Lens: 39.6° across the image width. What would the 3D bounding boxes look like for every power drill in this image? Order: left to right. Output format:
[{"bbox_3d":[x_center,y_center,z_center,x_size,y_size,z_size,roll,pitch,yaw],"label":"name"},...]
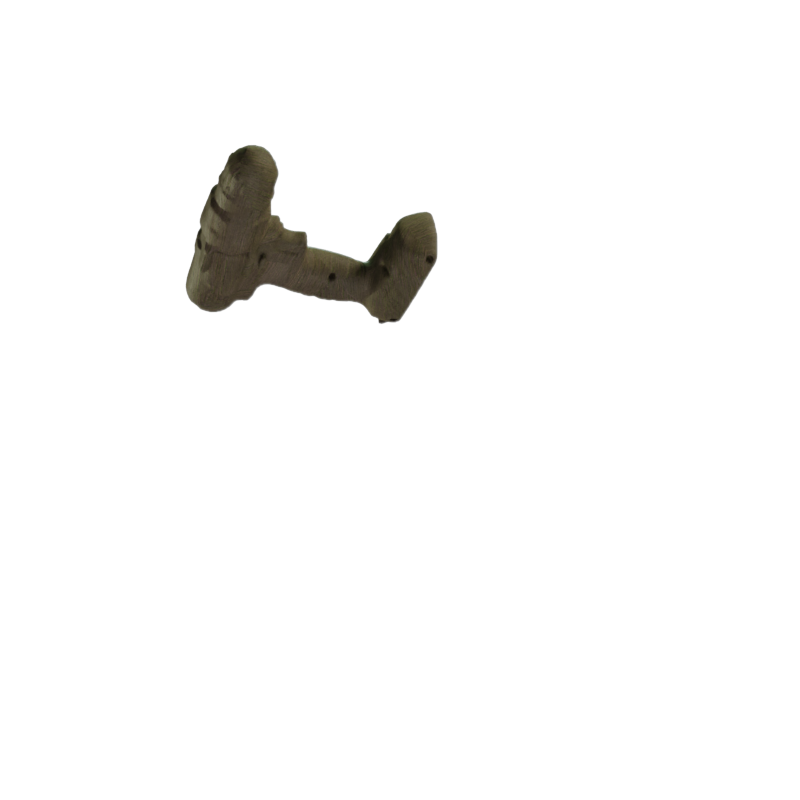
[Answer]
[{"bbox_3d":[-0.070,-0.127,0.891,0.183,0.061,0.177,9,-33,-15],"label":"power drill"}]
